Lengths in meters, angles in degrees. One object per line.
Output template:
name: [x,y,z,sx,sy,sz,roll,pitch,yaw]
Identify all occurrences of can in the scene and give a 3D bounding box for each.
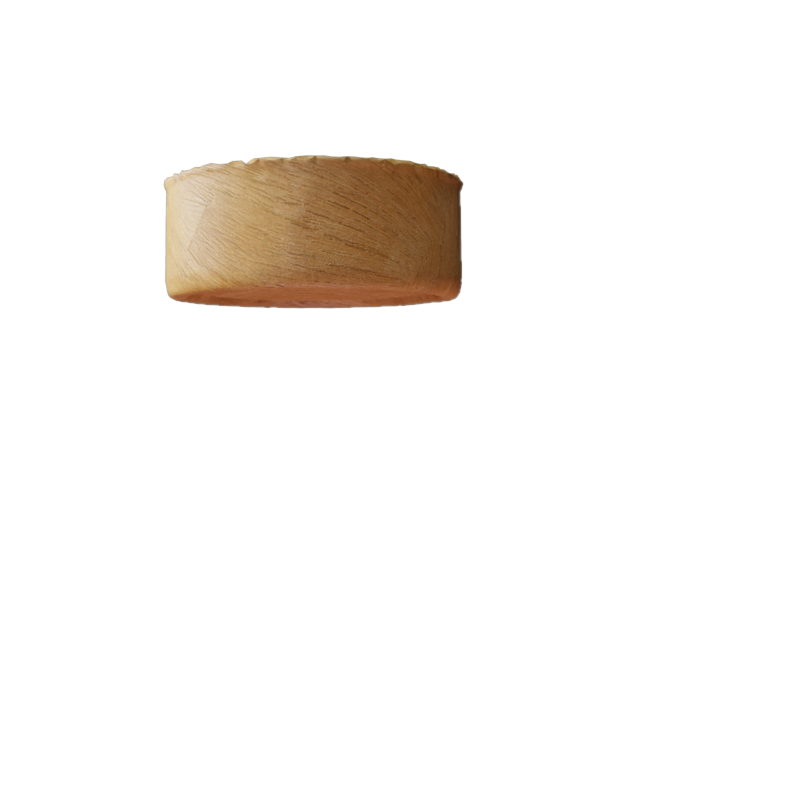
can: [-0.025,-0.045,0.318,0.086,0.034,0.085,0,0,-2]
